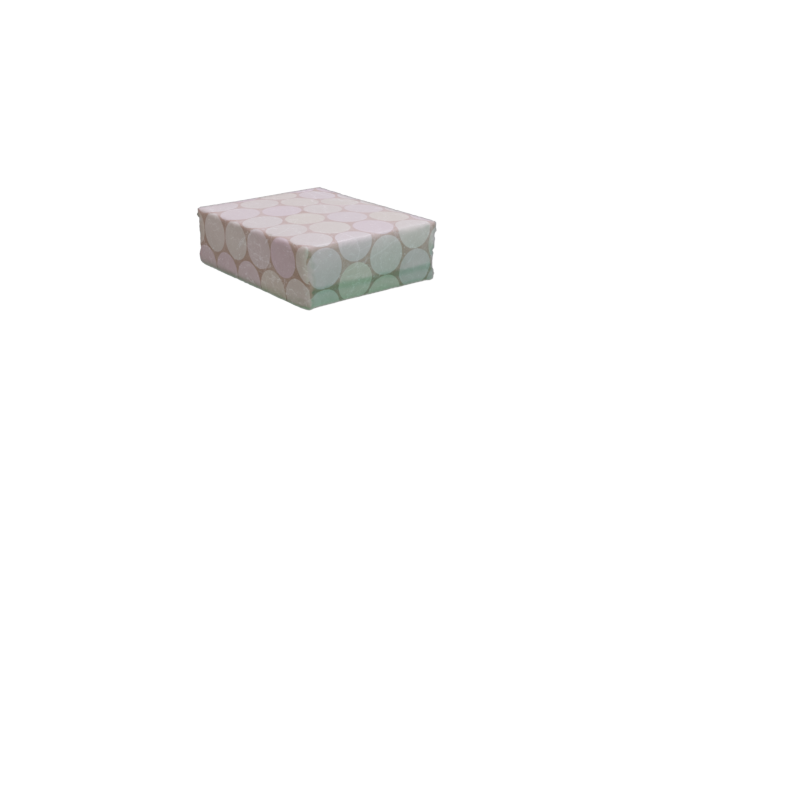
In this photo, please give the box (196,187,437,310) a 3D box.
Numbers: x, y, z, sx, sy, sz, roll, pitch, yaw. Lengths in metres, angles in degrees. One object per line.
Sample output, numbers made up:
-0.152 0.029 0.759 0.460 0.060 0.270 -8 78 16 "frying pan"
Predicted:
-0.049 -0.090 0.631 0.088 0.037 0.121 -17 30 -34 "box"
